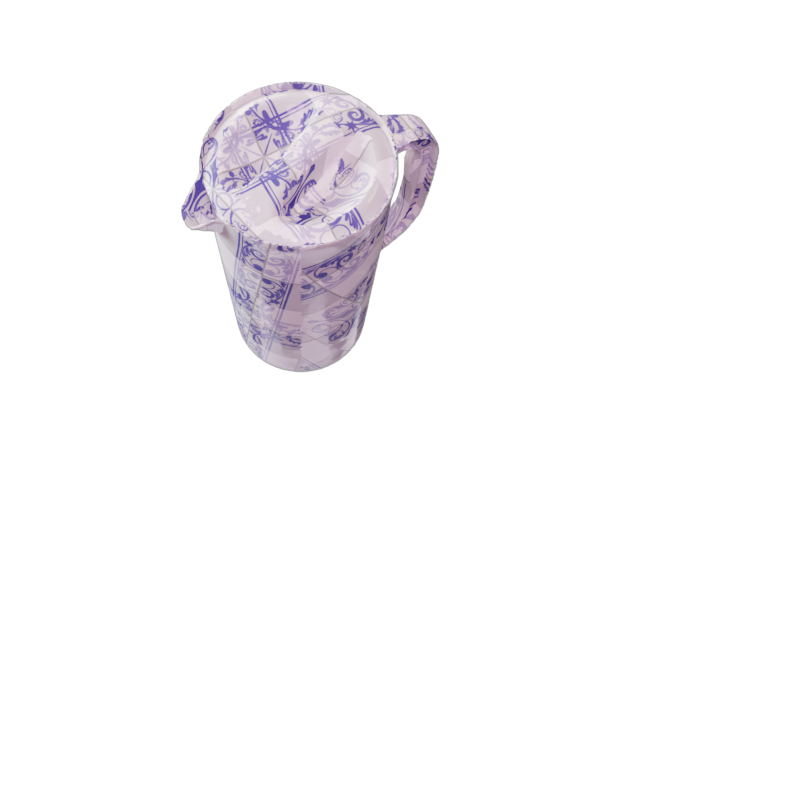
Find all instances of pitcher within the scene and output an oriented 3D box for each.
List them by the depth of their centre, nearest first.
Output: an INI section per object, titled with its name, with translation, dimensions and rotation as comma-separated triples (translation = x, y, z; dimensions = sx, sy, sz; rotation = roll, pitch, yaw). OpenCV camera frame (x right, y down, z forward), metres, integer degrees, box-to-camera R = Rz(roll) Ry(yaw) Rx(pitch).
[pitcher]
translation = -0.065, -0.119, 0.834
dimensions = 0.151, 0.151, 0.230
rotation = 17, -24, 5
